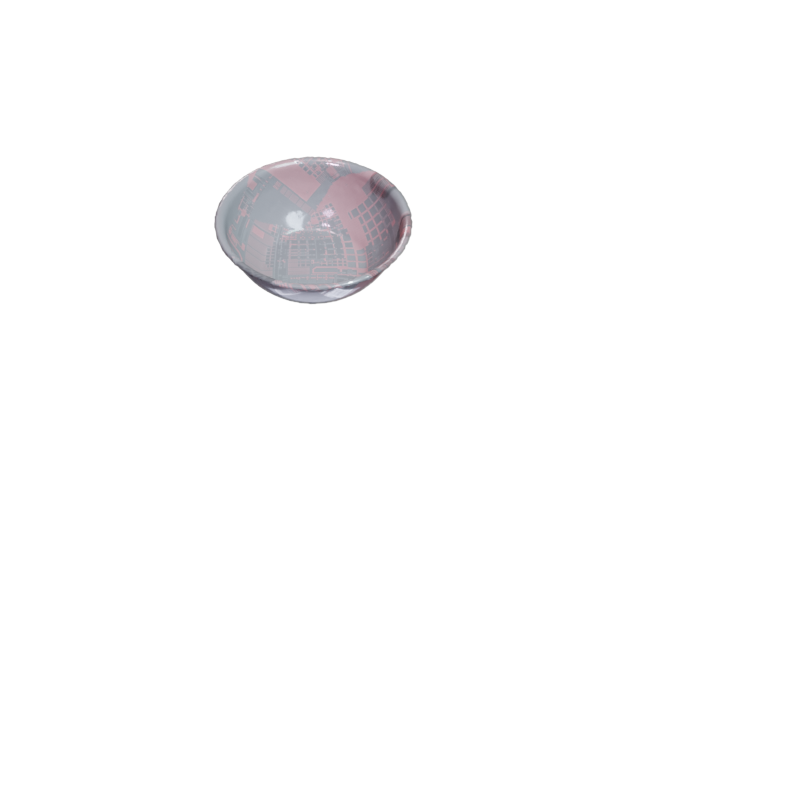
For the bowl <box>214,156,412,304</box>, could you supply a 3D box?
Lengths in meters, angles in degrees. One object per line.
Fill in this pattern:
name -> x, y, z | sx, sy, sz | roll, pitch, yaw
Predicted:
bowl -> -0.072, -0.132, 0.923 | 0.162, 0.174, 0.051 | -1, -43, -1
